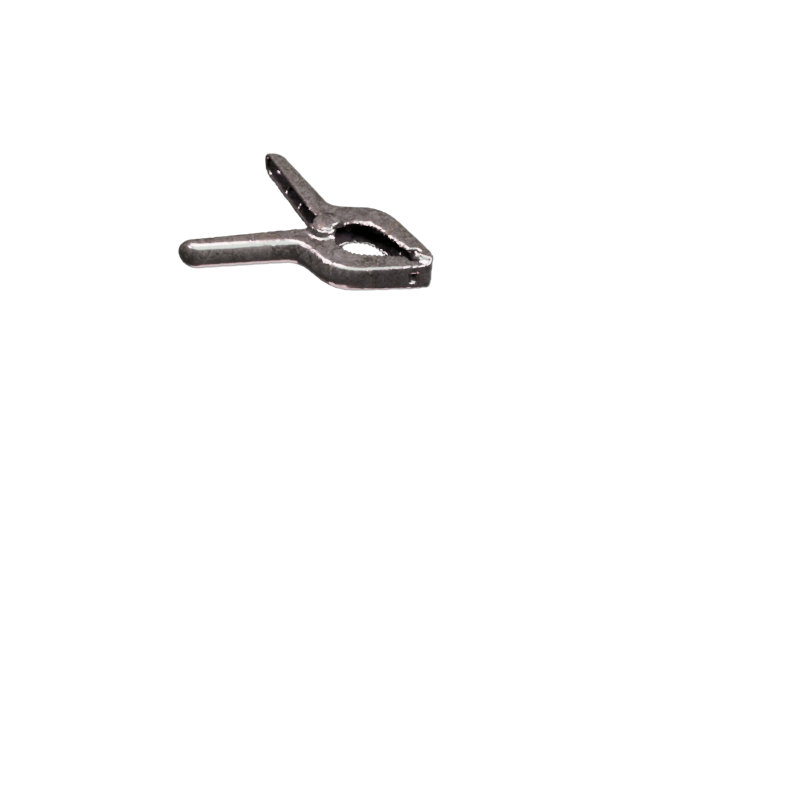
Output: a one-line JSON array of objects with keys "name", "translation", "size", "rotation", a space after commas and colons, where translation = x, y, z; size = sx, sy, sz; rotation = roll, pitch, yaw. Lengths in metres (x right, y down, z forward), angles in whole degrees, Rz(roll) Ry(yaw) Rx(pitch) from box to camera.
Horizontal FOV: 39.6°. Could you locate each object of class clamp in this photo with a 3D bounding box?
[{"name": "clamp", "translation": [-0.075, -0.137, 0.960], "size": [0.220, 0.034, 0.168], "rotation": [25, 50, 23]}]
